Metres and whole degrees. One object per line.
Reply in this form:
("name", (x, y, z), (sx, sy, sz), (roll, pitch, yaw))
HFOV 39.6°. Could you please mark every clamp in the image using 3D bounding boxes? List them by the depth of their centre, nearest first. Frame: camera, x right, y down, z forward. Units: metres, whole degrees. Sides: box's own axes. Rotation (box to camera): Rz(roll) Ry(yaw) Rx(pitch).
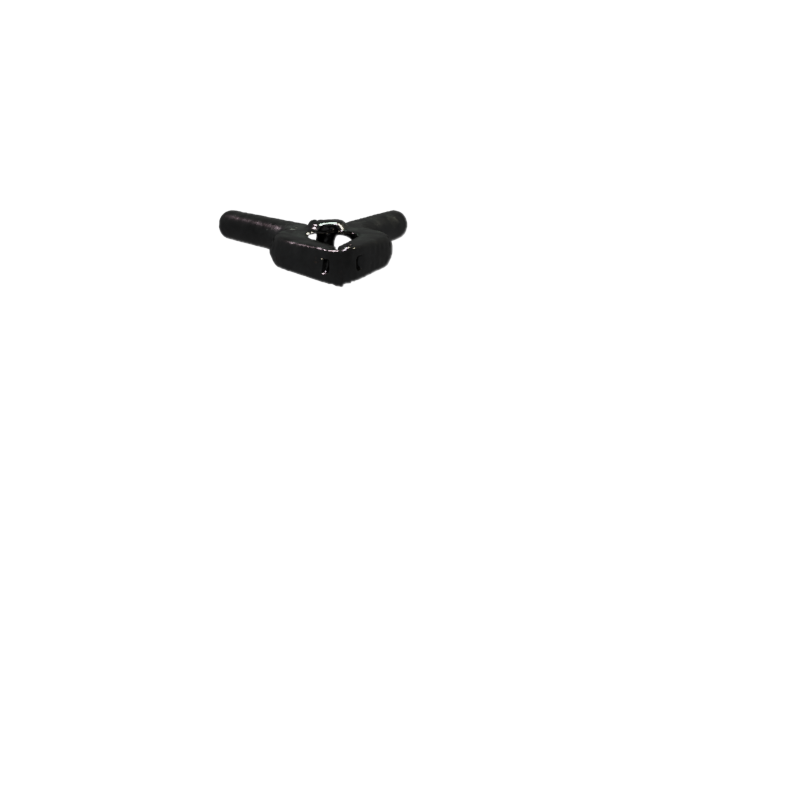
("clamp", (-0.070, -0.127, 0.889), (0.164, 0.035, 0.217), (-1, 18, -2))
